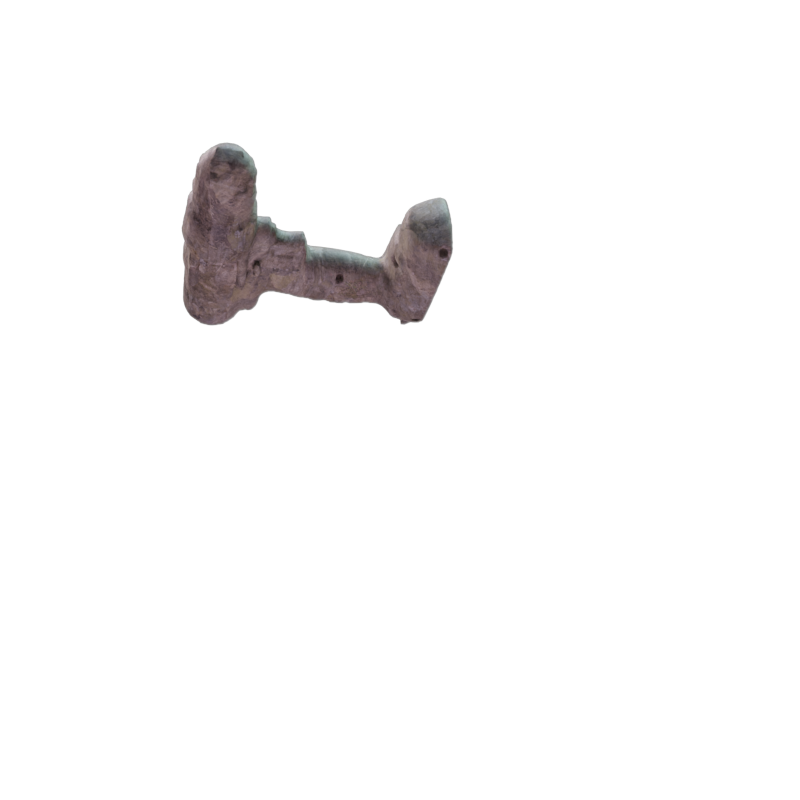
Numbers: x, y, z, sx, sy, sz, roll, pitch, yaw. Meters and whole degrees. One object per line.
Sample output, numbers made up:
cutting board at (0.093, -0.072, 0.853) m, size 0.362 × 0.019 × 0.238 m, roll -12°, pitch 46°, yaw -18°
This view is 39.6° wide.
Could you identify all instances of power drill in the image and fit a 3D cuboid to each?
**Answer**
power drill at (-0.062, -0.113, 0.792) m, size 0.185 × 0.061 × 0.175 m, roll 5°, pitch -29°, yaw -9°
